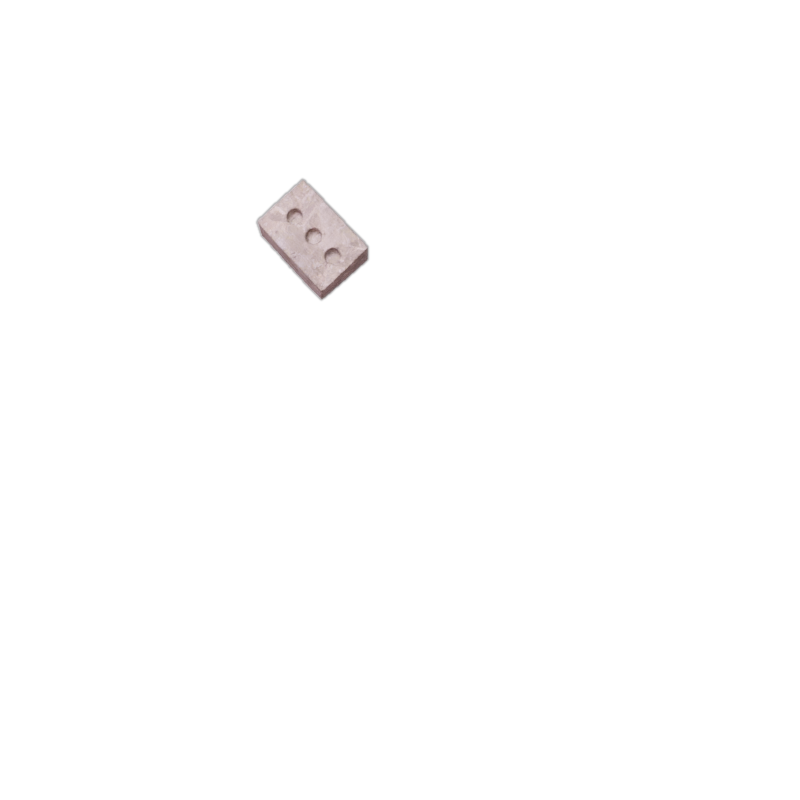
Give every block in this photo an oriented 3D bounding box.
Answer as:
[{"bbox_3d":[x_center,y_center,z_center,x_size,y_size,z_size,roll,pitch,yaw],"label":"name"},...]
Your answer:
[{"bbox_3d":[-0.070,-0.128,0.894,0.053,0.079,0.050,-43,-6,-7],"label":"block"}]
